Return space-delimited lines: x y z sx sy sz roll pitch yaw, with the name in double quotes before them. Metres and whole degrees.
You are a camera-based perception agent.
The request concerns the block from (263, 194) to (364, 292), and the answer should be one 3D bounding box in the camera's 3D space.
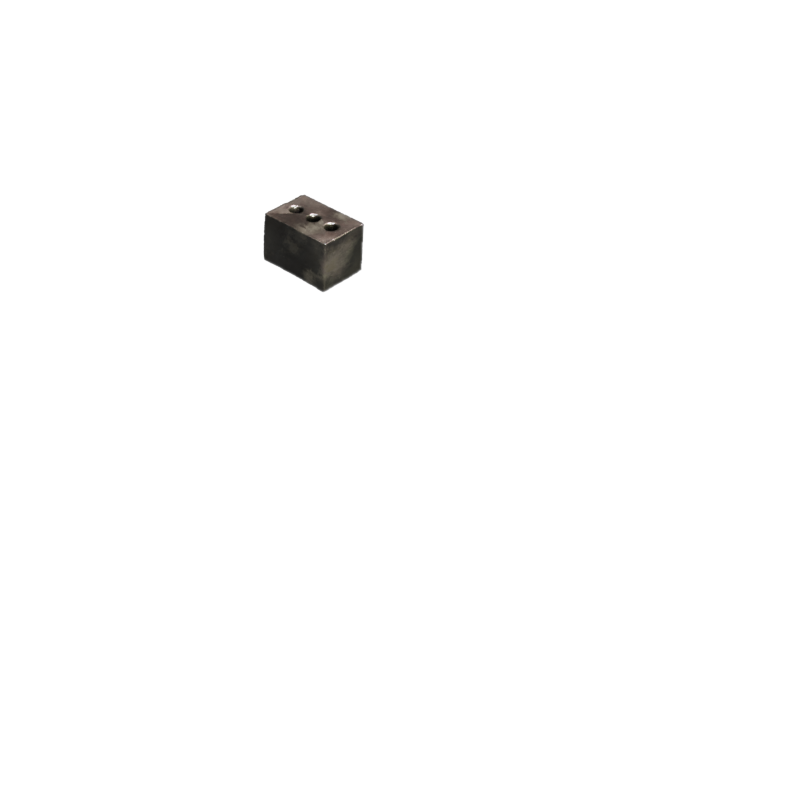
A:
"block" -0.078 -0.142 0.996 0.083 0.048 0.053 29 44 33
